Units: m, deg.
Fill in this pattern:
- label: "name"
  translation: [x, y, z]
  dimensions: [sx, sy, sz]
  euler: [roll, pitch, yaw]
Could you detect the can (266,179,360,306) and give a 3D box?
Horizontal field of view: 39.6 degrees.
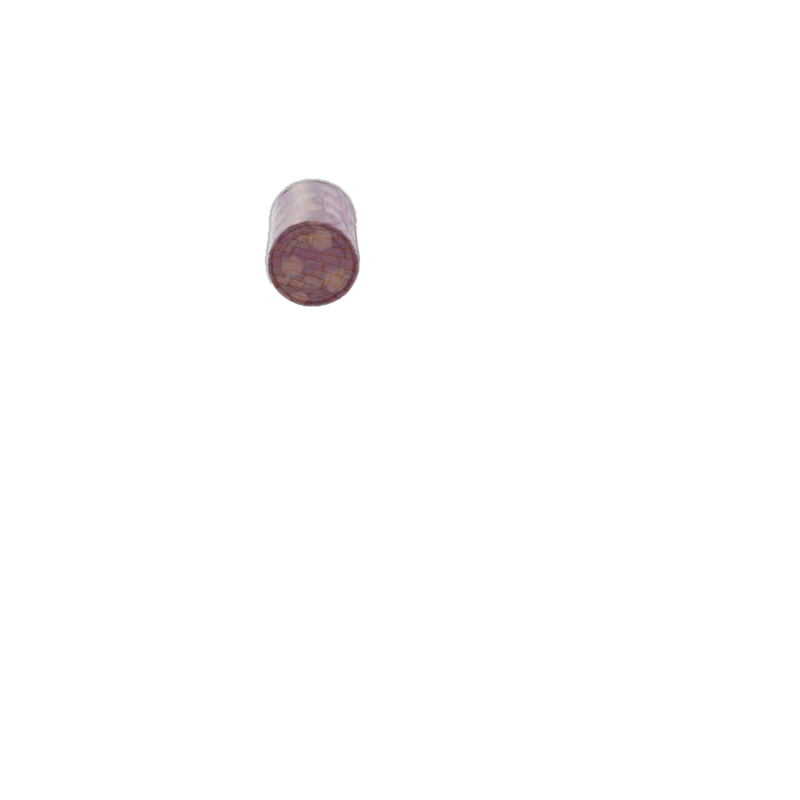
- label: "can"
  translation: [-0.065, -0.119, 0.831]
  dimensions: [0.068, 0.065, 0.108]
  euler: [0, 24, -3]
